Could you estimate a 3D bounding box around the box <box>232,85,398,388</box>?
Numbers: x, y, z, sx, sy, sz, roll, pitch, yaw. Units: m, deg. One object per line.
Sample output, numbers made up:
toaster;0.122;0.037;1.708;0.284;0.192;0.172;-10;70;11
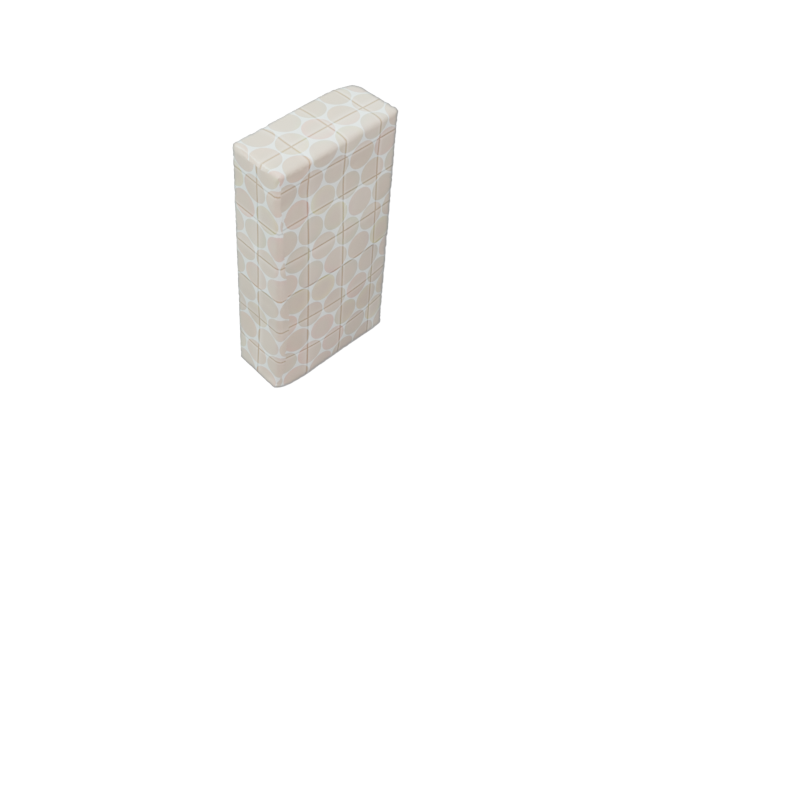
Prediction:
box;-0.052;-0.095;0.665;0.051;0.164;0.094;36;53;28
